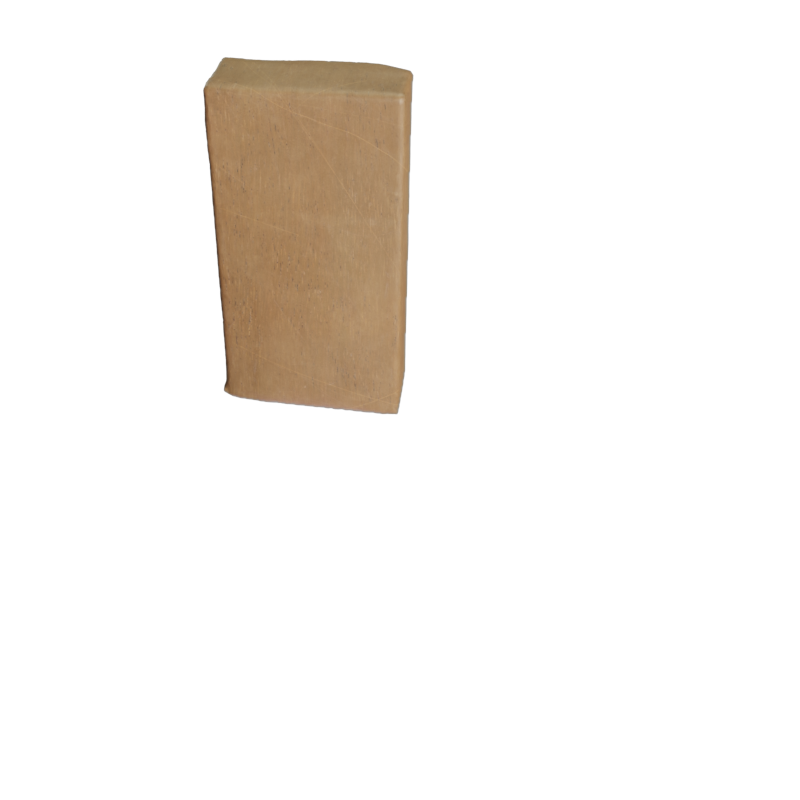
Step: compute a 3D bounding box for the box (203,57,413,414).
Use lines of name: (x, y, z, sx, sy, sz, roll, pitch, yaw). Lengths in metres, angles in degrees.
box: (-0.042, -0.078, 0.543, 0.094, 0.166, 0.050, 6, 31, 7)
